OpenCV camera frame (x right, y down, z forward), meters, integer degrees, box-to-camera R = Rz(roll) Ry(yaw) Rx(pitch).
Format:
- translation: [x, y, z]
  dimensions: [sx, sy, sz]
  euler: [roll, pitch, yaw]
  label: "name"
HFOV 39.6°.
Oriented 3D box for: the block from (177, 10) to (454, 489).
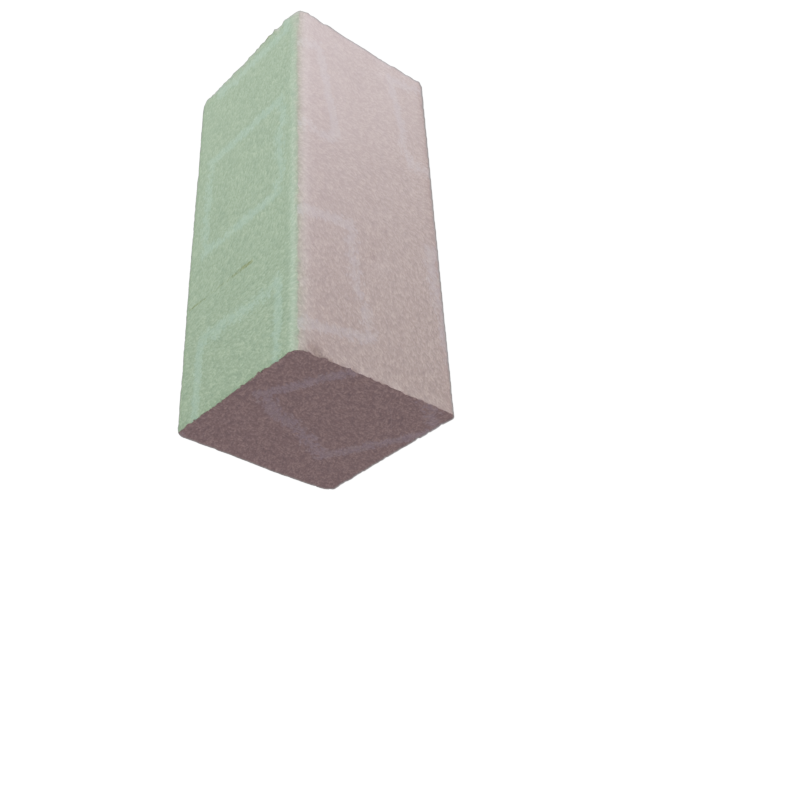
- translation: [-0.043, -0.078, 0.543]
  dimensions: [0.085, 0.221, 0.090]
  euler: [25, -44, -33]
  label: "block"
